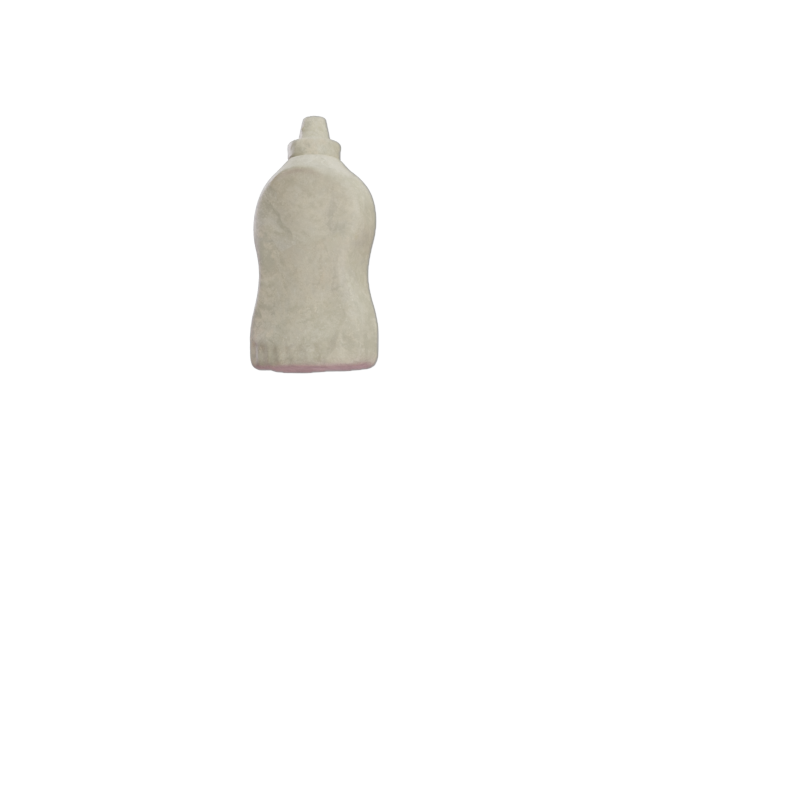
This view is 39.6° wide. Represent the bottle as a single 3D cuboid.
[{"bbox_3d":[-0.065,-0.118,0.828,0.099,0.197,0.055,-6,-11,31],"label":"bottle"}]
